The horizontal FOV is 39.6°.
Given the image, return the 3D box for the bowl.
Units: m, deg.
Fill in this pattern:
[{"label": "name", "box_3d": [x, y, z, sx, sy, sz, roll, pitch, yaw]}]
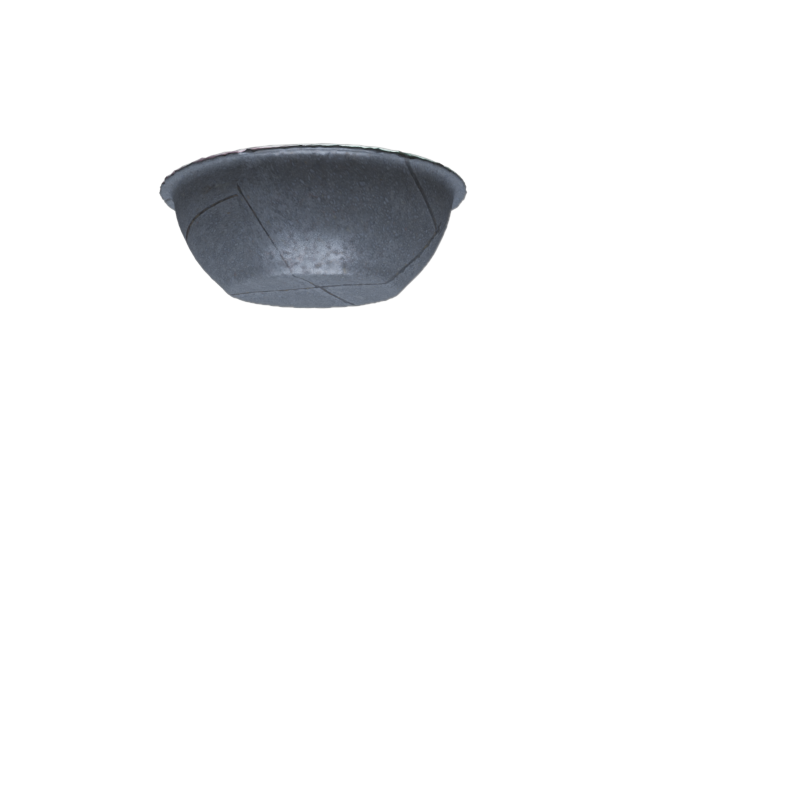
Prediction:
[{"label": "bowl", "box_3d": [-0.045, -0.083, 0.580, 0.162, 0.056, 0.158, 0, -7, -2]}]
